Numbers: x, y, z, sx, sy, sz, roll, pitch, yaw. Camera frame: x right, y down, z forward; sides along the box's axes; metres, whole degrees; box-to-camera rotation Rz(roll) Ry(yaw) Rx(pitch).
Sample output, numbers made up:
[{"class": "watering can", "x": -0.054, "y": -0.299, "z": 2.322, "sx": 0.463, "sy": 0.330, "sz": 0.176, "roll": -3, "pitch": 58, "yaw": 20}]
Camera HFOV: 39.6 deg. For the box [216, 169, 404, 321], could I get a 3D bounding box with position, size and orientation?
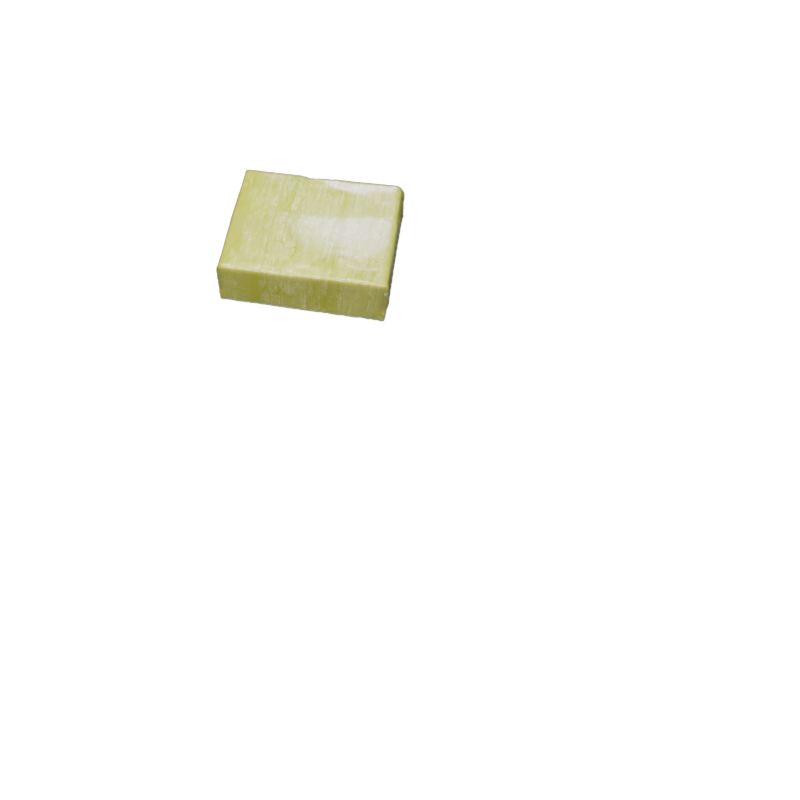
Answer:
[{"class": "box", "x": -0.046, "y": -0.084, "z": 0.586, "sx": 0.090, "sy": 0.078, "sz": 0.028, "roll": 7, "pitch": -39, "yaw": 5}]
